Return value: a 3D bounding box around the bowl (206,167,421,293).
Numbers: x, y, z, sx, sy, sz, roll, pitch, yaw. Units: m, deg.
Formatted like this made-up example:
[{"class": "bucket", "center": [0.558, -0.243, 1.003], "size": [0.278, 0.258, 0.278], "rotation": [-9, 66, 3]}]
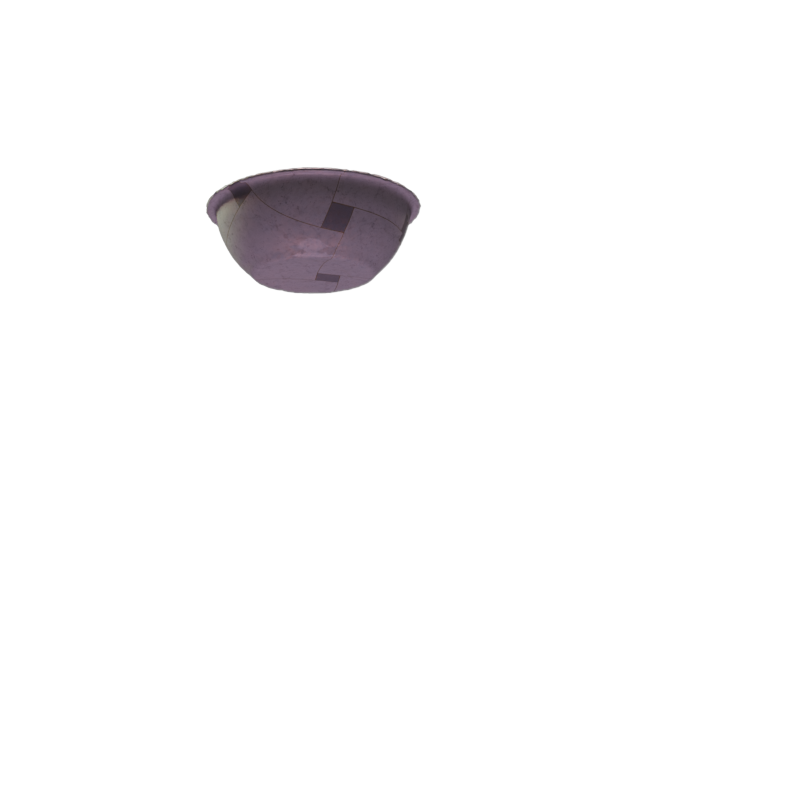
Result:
[{"class": "bowl", "center": [-0.065, -0.119, 0.830], "size": [0.162, 0.057, 0.156], "rotation": [0, -13, -2]}]
